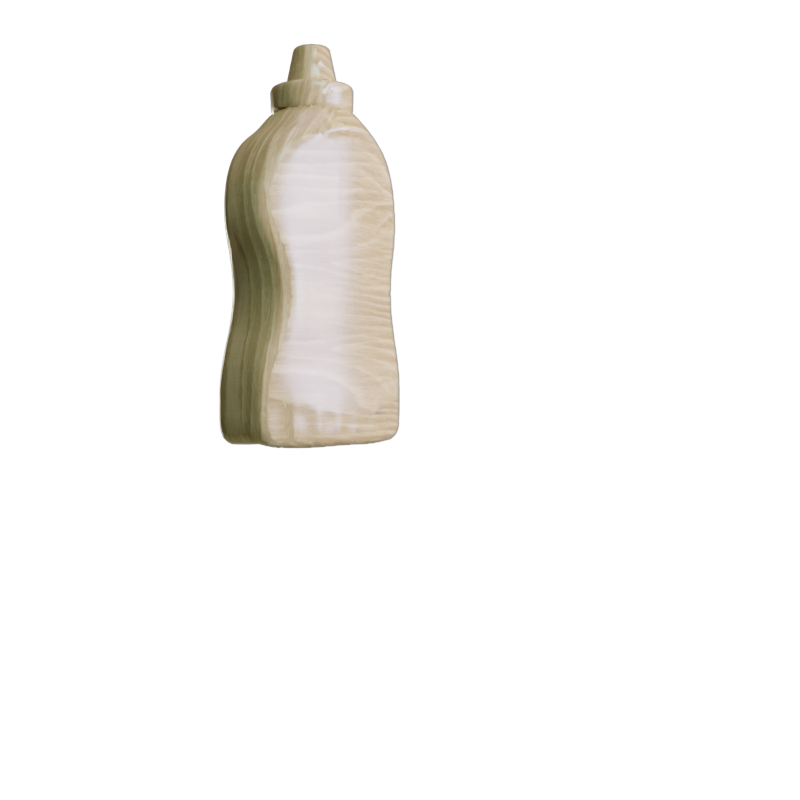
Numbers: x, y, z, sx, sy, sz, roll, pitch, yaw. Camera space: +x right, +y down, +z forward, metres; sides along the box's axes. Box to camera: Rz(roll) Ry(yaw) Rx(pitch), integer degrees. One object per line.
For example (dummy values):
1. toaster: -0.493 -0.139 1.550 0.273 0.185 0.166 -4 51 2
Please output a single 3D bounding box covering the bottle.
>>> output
1. bottle: -0.042 -0.076 0.534 0.060 0.194 0.092 -6 -7 44
